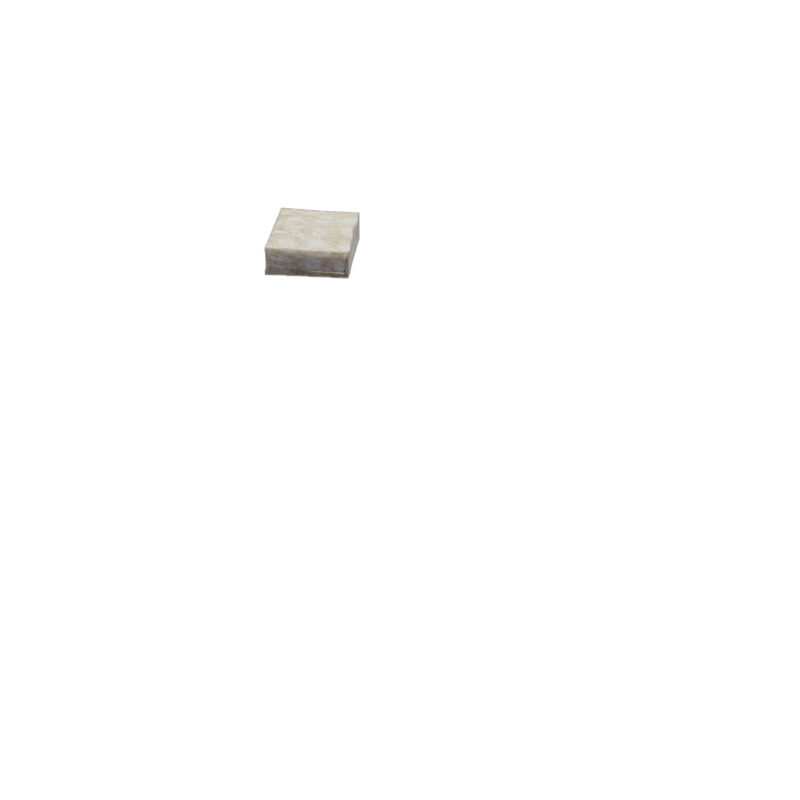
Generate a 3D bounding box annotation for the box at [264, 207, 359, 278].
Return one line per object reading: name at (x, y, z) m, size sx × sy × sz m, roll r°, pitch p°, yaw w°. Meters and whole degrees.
box at (-0.076, -0.138, 0.970) m, size 0.074 × 0.028 × 0.094 m, roll 3°, pitch 30°, yaw 5°
